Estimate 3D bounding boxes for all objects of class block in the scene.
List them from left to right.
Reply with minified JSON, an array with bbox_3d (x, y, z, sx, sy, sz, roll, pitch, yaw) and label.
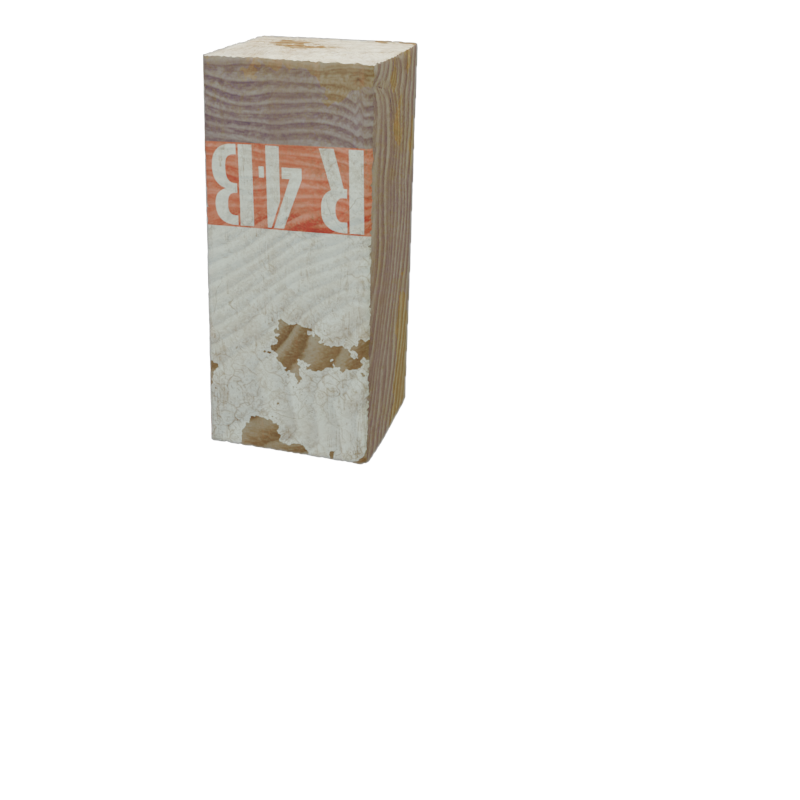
[{"bbox_3d":[-0.046,-0.085,0.592,0.093,0.198,0.092,6,20,15],"label":"block"}]
